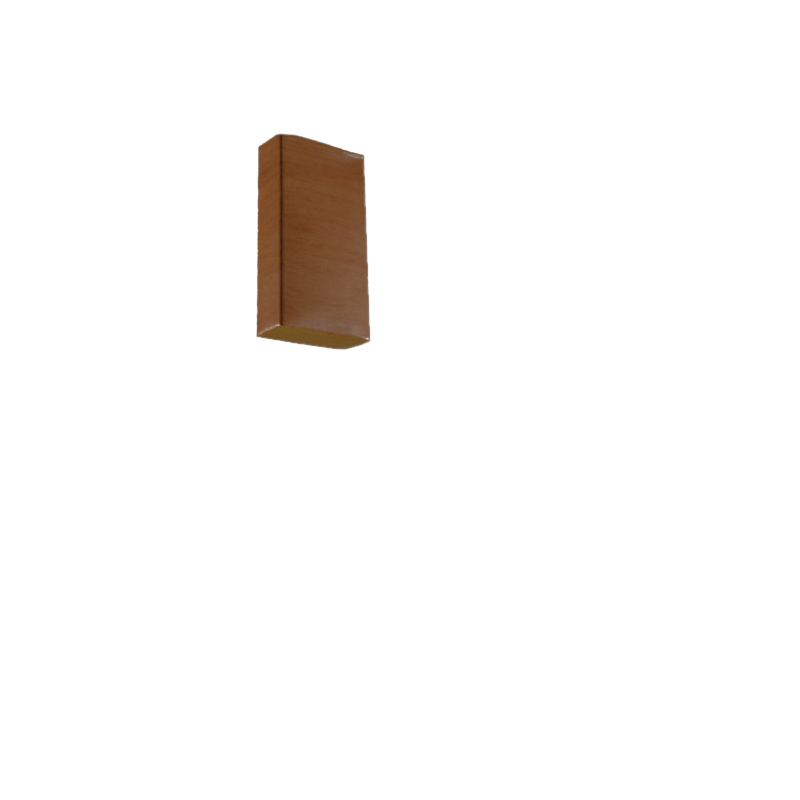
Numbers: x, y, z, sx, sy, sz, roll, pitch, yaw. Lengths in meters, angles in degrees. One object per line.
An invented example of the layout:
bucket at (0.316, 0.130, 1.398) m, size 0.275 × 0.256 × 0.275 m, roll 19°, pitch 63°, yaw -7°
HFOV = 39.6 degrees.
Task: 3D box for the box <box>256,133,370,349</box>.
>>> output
box at (-0.075, -0.136, 0.953) m, size 0.089 × 0.184 × 0.048 m, roll 11°, pitch -21°, yaw -34°
